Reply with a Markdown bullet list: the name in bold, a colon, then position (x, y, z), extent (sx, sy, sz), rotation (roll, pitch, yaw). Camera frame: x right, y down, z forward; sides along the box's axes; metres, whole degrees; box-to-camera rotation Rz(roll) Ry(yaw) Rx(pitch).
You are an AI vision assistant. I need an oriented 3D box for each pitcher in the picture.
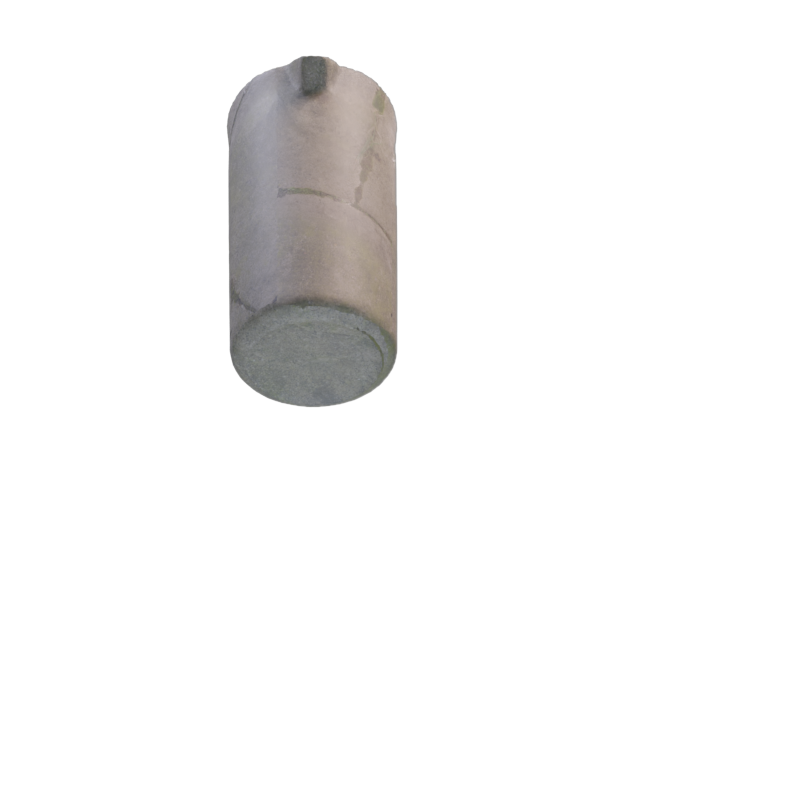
- **pitcher**: position (-0.062, -0.114, 0.797), extent (0.144, 0.261, 0.139), rotation (-30, -48, 28)
